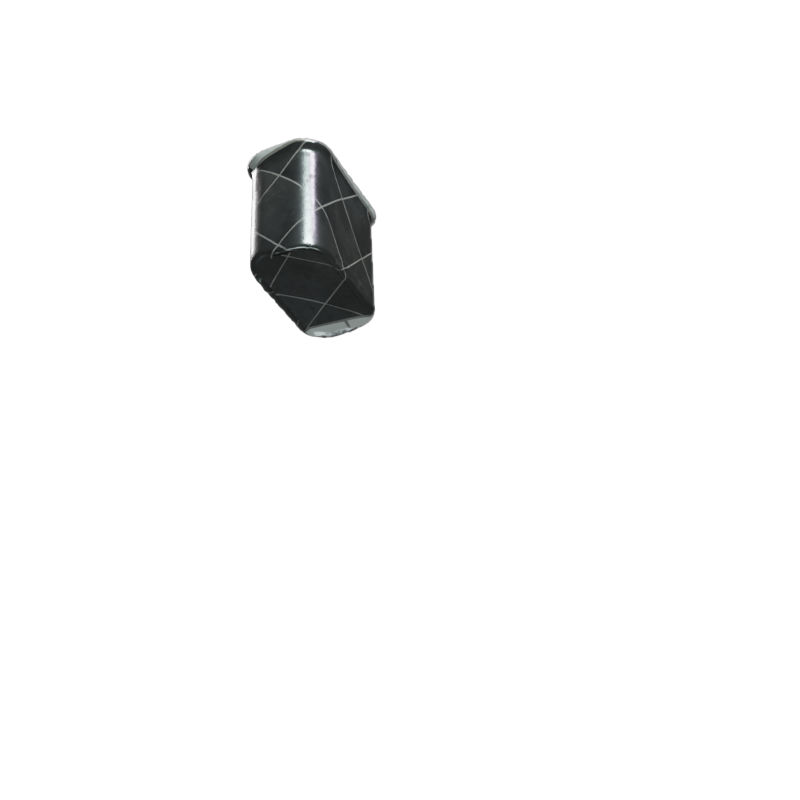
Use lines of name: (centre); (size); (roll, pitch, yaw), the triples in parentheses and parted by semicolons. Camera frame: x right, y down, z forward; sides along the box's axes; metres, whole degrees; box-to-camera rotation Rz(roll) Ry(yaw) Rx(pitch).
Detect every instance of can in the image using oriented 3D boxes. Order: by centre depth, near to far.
can: (-0.055, -0.100, 0.700); (0.058, 0.090, 0.094); (-16, -37, 19)
